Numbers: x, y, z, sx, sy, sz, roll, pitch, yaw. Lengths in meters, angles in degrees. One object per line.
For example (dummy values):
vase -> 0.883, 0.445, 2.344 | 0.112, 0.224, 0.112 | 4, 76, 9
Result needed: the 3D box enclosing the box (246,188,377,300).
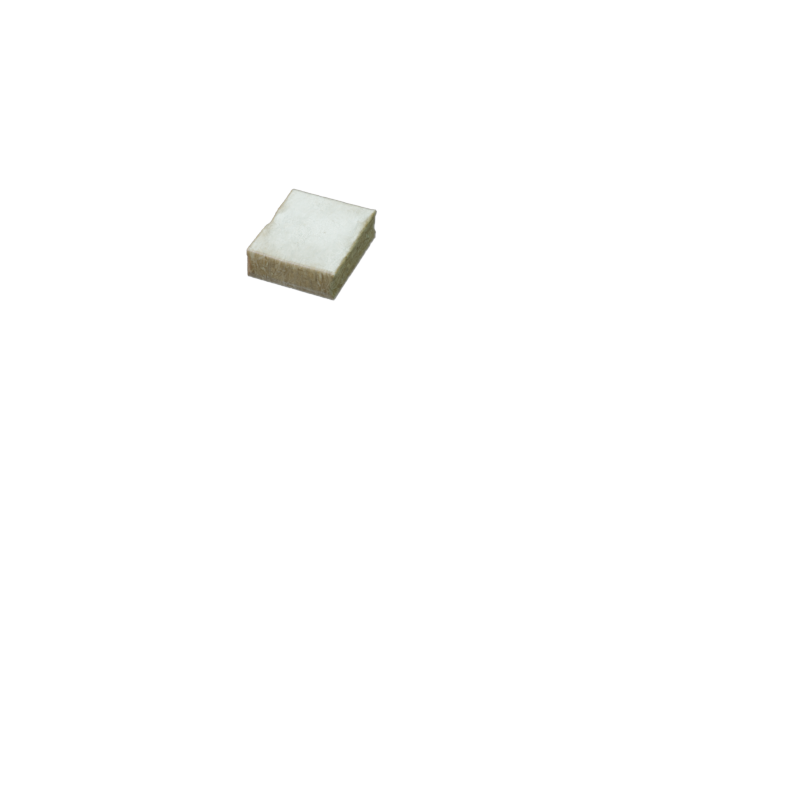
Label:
box -> -0.067, -0.122, 0.854 | 0.075, 0.028, 0.093 | 16, 46, 15
